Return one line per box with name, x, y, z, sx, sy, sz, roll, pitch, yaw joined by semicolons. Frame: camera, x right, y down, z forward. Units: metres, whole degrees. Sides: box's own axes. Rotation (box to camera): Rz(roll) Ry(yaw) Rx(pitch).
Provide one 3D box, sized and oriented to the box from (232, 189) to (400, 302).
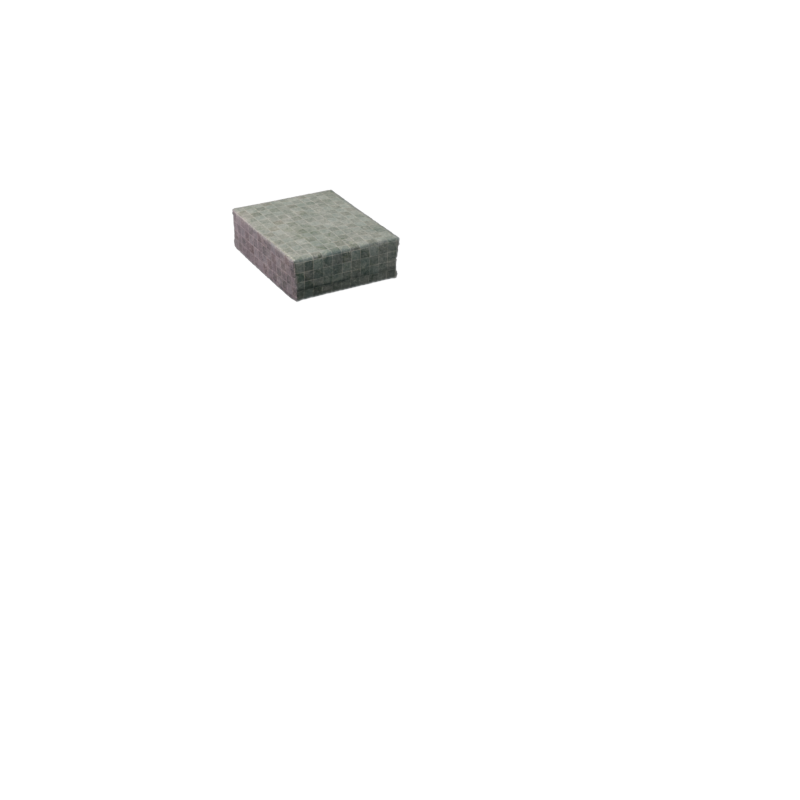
box;-0.067;-0.122;0.854;0.088;0.037;0.122;-16;36;-25
